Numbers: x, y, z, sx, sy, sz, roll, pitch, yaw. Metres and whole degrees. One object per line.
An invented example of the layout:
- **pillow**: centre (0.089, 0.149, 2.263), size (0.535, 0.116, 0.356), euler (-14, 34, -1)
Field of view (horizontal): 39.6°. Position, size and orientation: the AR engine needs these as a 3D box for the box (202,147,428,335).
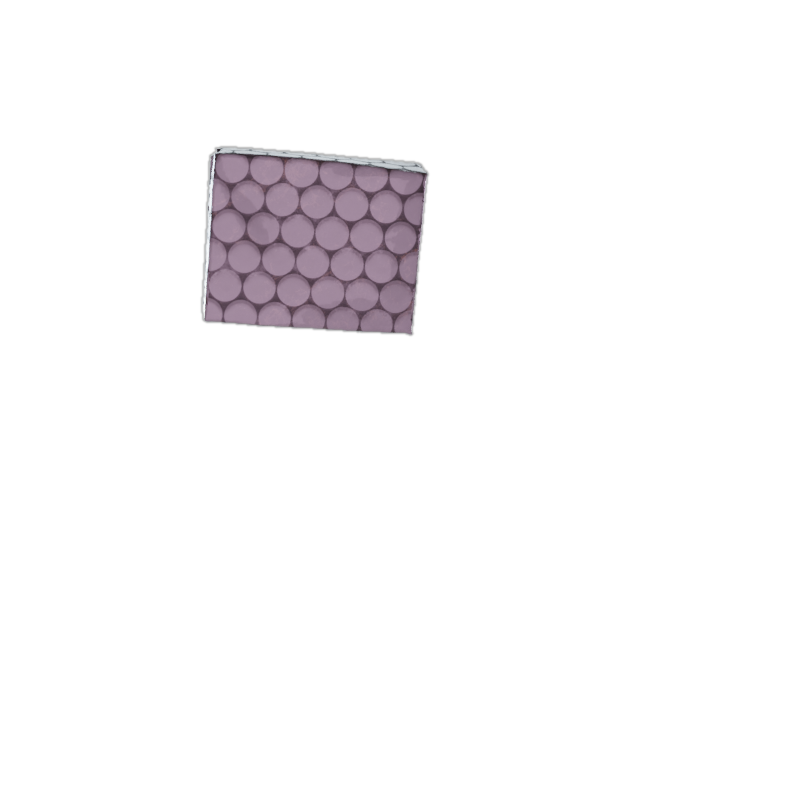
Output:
- **box**: centre (-0.046, -0.084, 0.584), size (0.113, 0.088, 0.040), euler (5, 10, -1)
